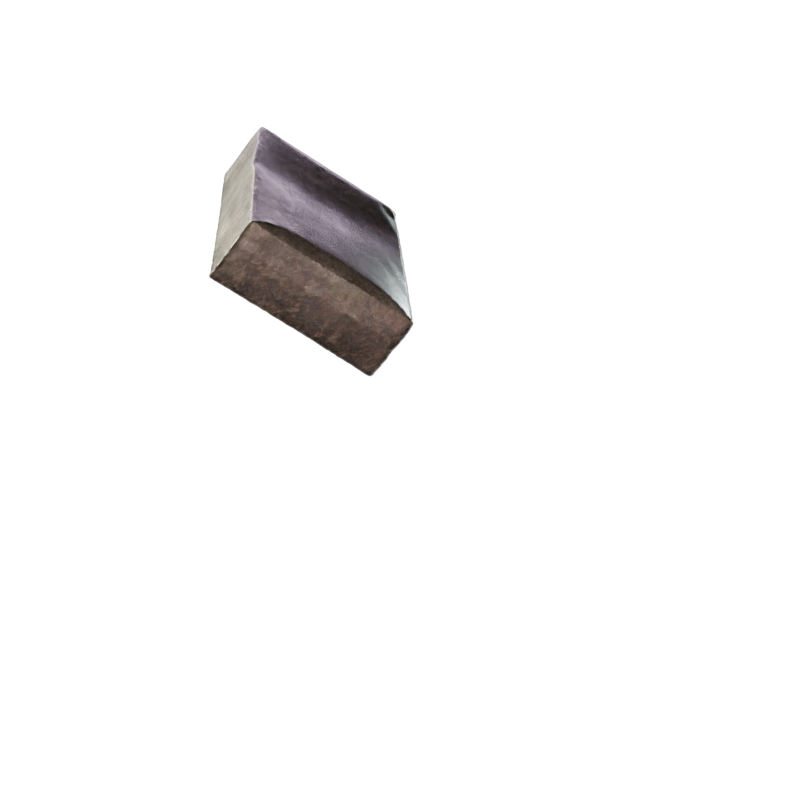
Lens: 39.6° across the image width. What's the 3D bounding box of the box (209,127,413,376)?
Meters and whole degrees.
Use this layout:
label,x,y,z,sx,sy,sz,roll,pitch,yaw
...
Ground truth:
label,x,y,z,sx,sy,sz,roll,pitch,yaw
box,-0.076,-0.139,0.975,0.158,0.070,0.227,30,26,-20
